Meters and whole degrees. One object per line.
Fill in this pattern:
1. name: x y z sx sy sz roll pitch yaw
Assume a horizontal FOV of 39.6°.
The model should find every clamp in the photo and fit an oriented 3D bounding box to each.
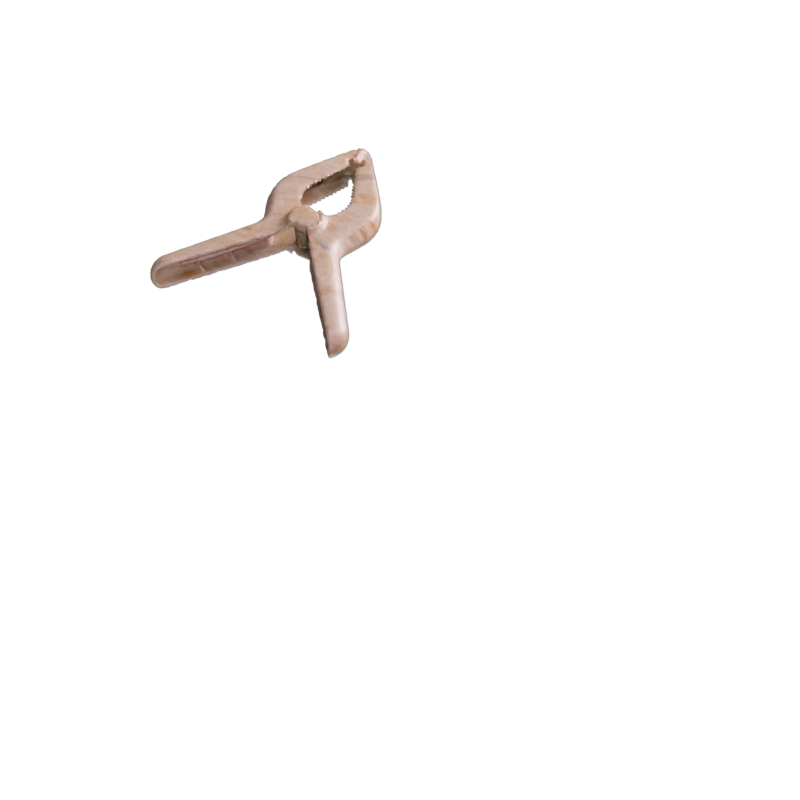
1. clamp: -0.068 -0.123 0.864 0.173 0.034 0.215 26 53 22
